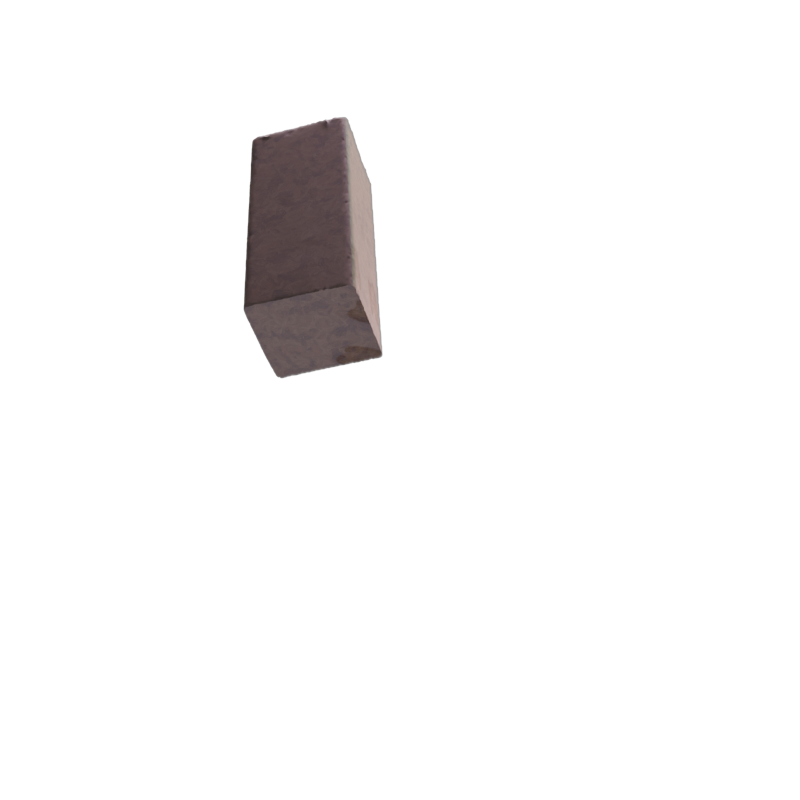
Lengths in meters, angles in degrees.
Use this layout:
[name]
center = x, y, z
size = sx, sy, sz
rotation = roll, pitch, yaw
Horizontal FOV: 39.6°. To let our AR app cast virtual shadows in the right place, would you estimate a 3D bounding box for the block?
[block]
center = -0.073, -0.133, 0.930
size = 0.091, 0.221, 0.083
rotation = -12, -43, 10
